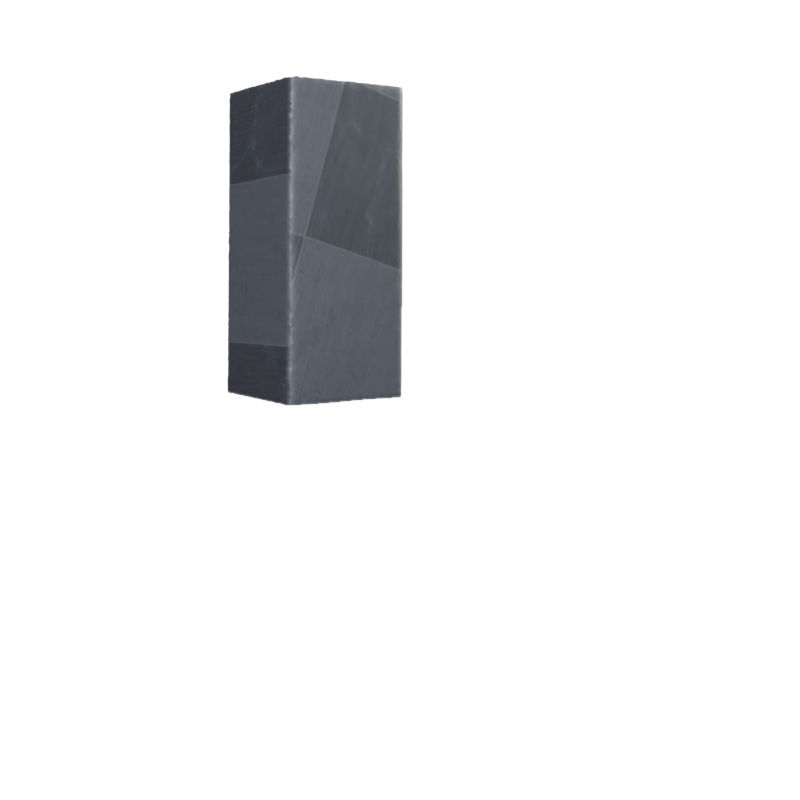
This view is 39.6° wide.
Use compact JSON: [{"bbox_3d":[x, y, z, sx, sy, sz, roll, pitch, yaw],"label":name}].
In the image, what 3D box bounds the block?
[{"bbox_3d":[-0.058,-0.107,0.748,0.087,0.207,0.094,0,0,-34],"label":"block"}]
